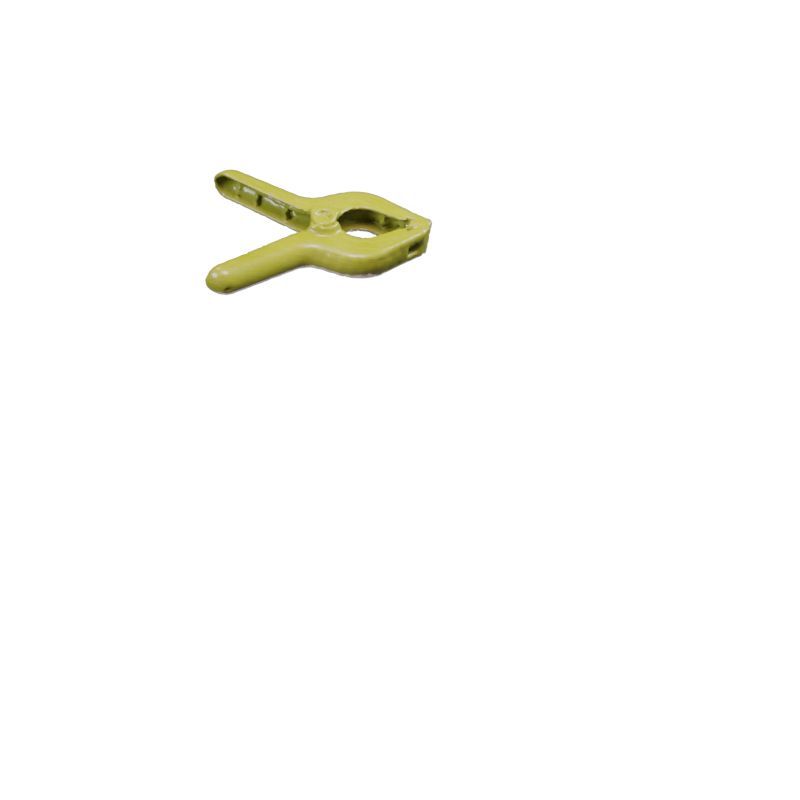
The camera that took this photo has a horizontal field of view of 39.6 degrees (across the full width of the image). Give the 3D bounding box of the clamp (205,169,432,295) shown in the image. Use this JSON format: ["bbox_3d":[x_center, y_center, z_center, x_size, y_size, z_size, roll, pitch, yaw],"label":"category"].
[{"bbox_3d":[-0.064,-0.118,0.824,0.173,0.128,0.037,6,-36,4],"label":"clamp"}]
